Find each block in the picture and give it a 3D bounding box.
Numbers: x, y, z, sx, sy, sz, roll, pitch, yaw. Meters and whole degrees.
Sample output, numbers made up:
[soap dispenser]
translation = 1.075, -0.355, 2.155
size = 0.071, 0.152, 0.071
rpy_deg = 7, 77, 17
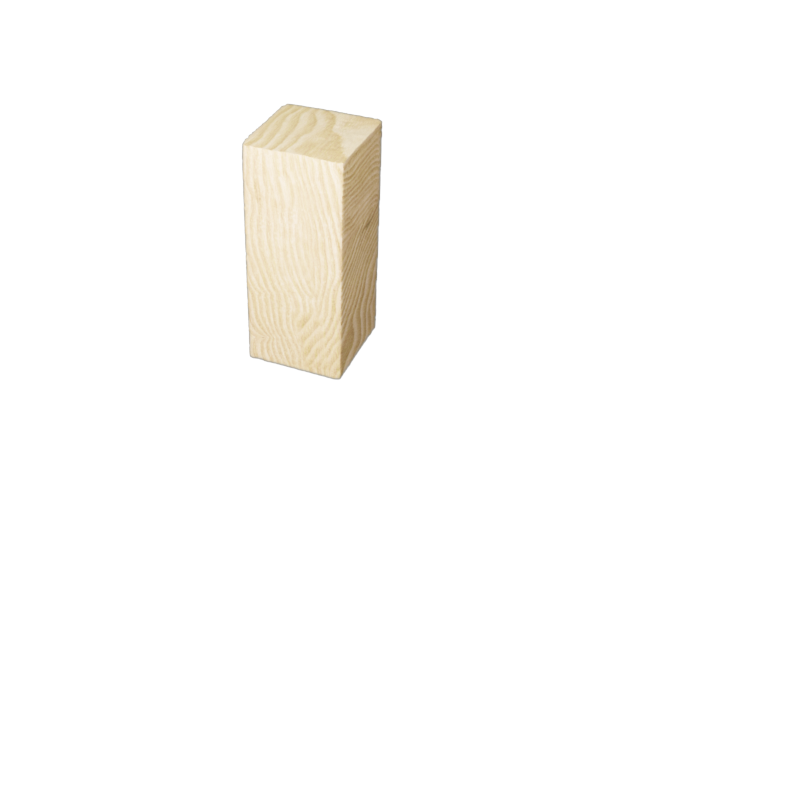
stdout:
[block]
translation = -0.074, -0.134, 0.940
size = 0.093, 0.193, 0.094
rpy_deg = 14, 35, 16
